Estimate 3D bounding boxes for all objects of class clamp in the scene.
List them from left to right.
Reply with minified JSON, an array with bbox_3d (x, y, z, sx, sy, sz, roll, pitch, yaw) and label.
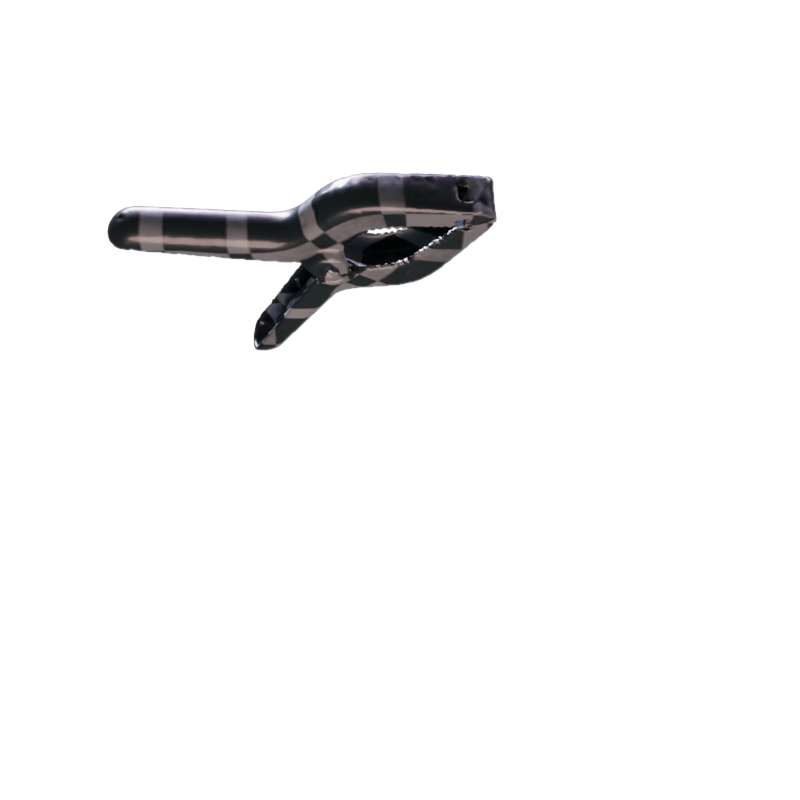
[{"bbox_3d":[-0.050,-0.090,0.633,0.212,0.039,0.153,-16,-30,31],"label":"clamp"}]
